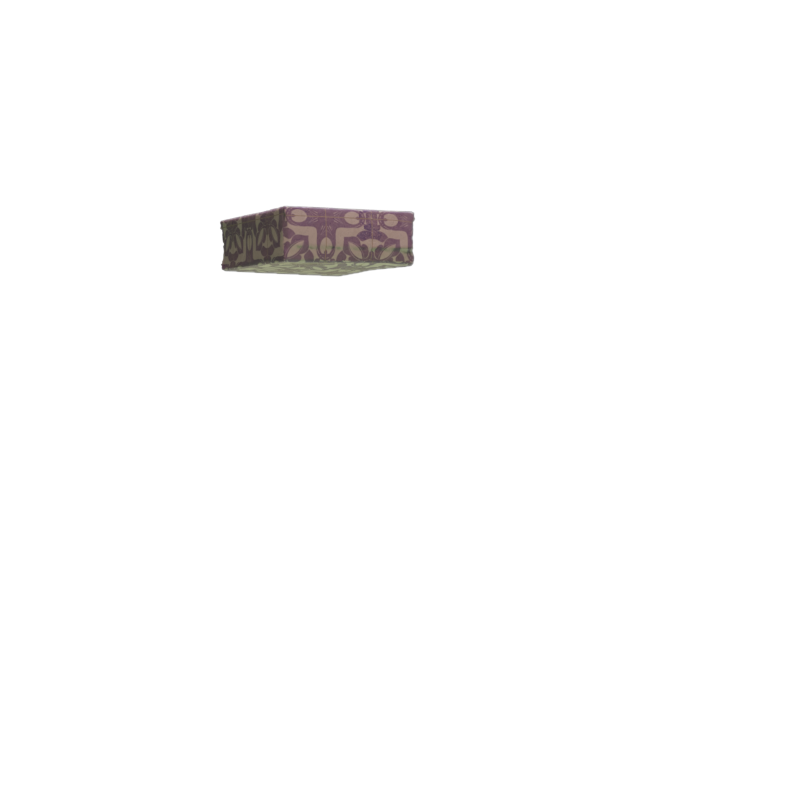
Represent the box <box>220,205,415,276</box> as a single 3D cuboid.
[{"bbox_3d":[-0.056,-0.102,0.716,0.087,0.039,0.116,0,1,-28],"label":"box"}]
